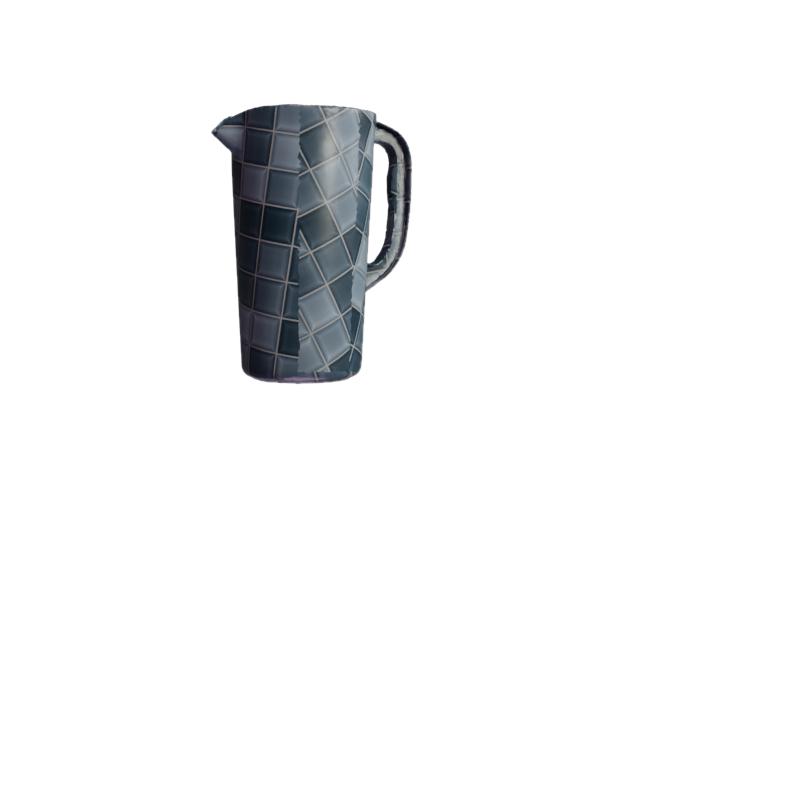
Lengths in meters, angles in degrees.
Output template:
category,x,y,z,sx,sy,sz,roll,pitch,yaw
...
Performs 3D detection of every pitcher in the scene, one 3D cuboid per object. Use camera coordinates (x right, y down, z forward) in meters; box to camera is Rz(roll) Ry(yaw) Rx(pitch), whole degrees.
category,x,y,z,sx,sy,sz,roll,pitch,yaw
pitcher,-0.078,-0.142,0.995,0.153,0.242,0.142,1,3,19
